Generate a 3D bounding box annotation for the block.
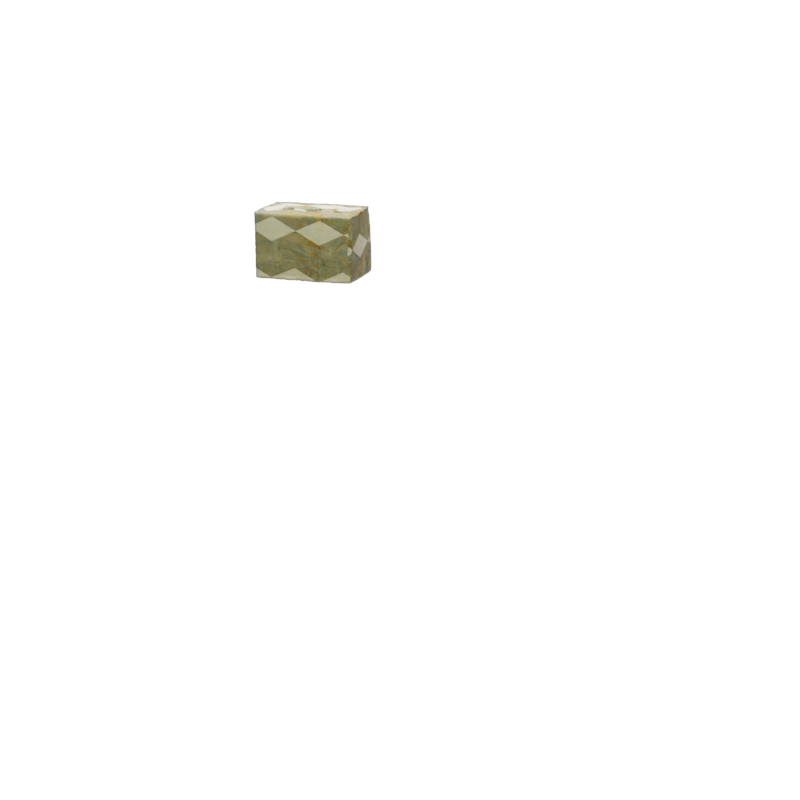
[{"bbox_3d":[-0.066,-0.120,0.839,0.080,0.050,0.053,5,15,16],"label":"block"}]
